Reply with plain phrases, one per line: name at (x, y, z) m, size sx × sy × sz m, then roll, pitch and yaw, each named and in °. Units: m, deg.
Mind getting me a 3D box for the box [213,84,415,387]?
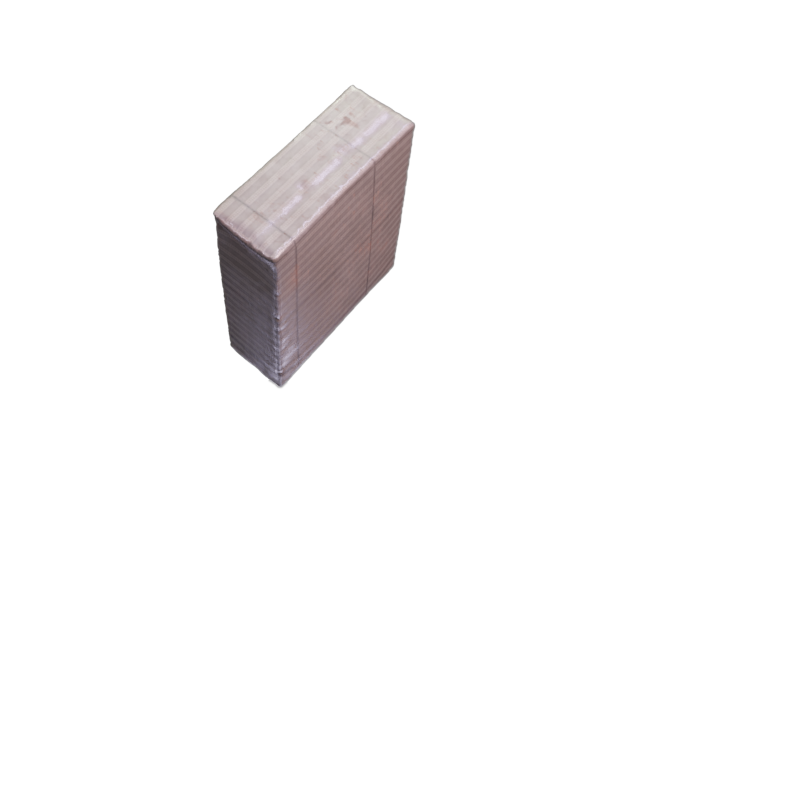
box at (-0.071, -0.129, 0.905) m, size 0.075 × 0.167 × 0.201 m, roll 36°, pitch -24°, yaw 13°
